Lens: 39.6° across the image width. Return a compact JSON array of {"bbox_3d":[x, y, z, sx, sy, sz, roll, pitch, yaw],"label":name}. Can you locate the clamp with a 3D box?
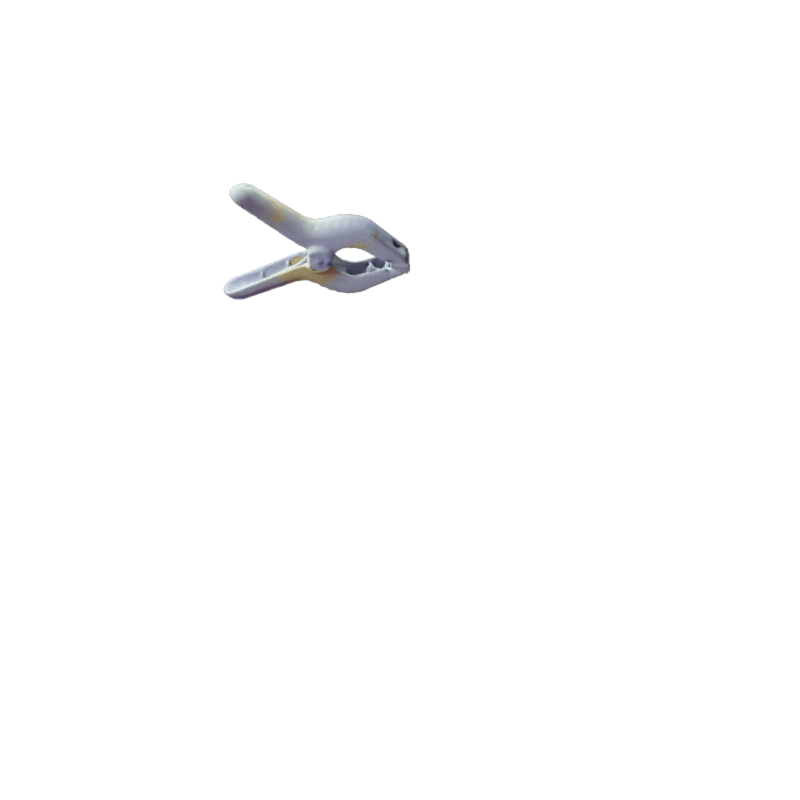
[{"bbox_3d":[-0.077,-0.141,0.985,0.172,0.111,0.042,-2,45,2],"label":"clamp"}]
